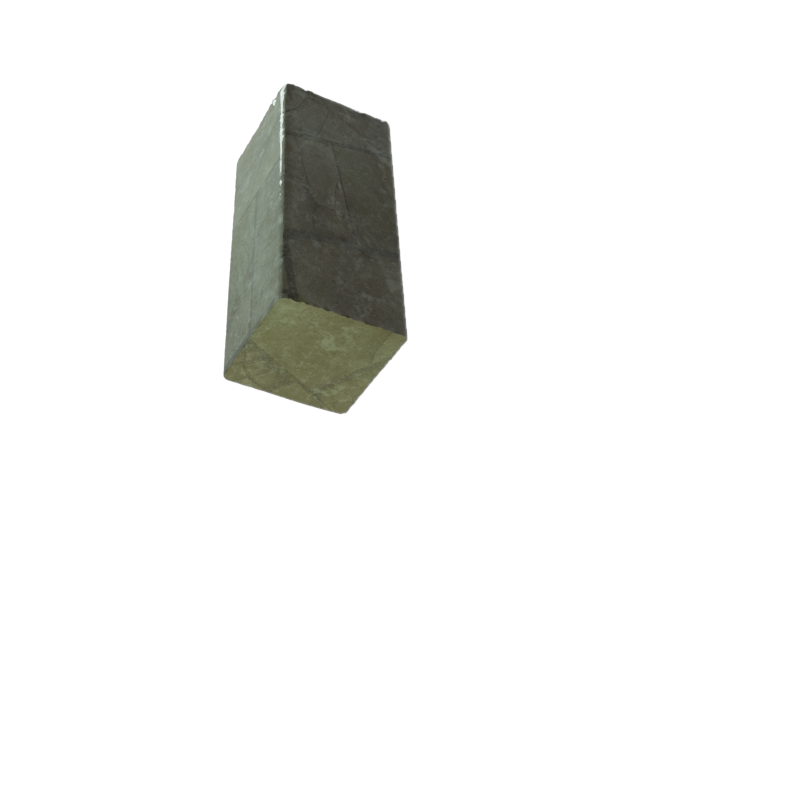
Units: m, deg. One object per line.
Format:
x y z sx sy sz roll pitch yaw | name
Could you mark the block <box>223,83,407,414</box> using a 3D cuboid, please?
-0.060 -0.108 0.759 0.087 0.221 0.088 17 -45 -22 | block
